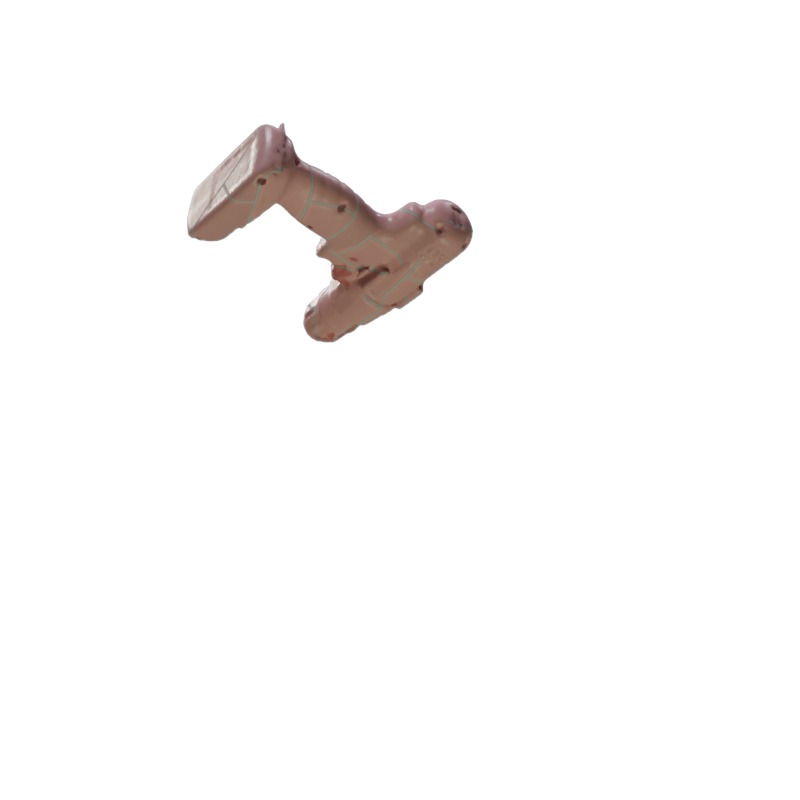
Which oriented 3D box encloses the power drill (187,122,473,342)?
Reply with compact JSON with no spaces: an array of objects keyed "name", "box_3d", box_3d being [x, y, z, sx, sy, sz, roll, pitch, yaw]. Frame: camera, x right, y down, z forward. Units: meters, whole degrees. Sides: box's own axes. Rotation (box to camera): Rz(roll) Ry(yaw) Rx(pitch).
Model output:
[{"name":"power drill","box_3d":[-0.067,-0.122,0.857,0.177,0.061,0.182,25,-44,-30]}]
